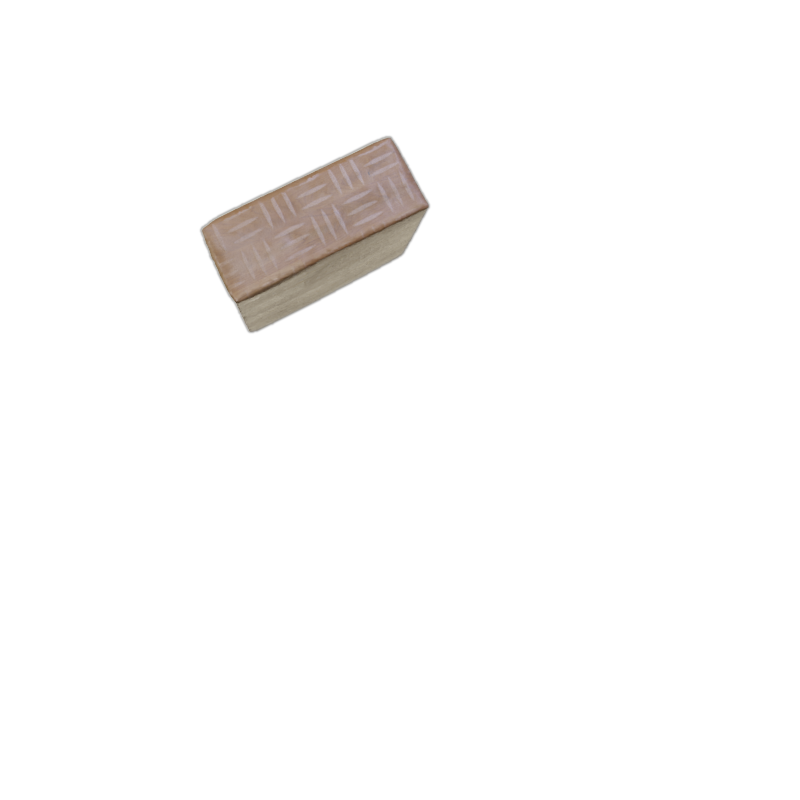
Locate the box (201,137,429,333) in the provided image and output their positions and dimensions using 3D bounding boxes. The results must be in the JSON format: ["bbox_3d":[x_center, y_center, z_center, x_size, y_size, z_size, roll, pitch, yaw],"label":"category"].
[{"bbox_3d":[-0.072,-0.132,0.923,0.164,0.073,0.210,-28,-1,-5],"label":"box"}]
